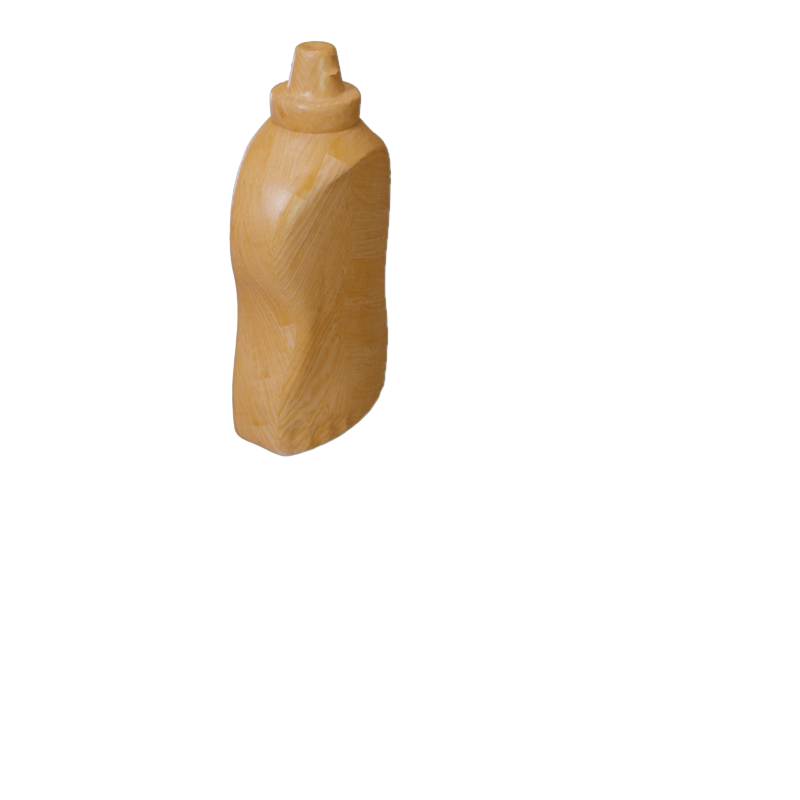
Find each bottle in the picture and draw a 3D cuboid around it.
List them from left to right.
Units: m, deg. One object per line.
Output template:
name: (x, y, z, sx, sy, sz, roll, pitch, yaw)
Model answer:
bottle: (-0.041, -0.075, 0.527, 0.062, 0.181, 0.096, 20, 34, 29)
